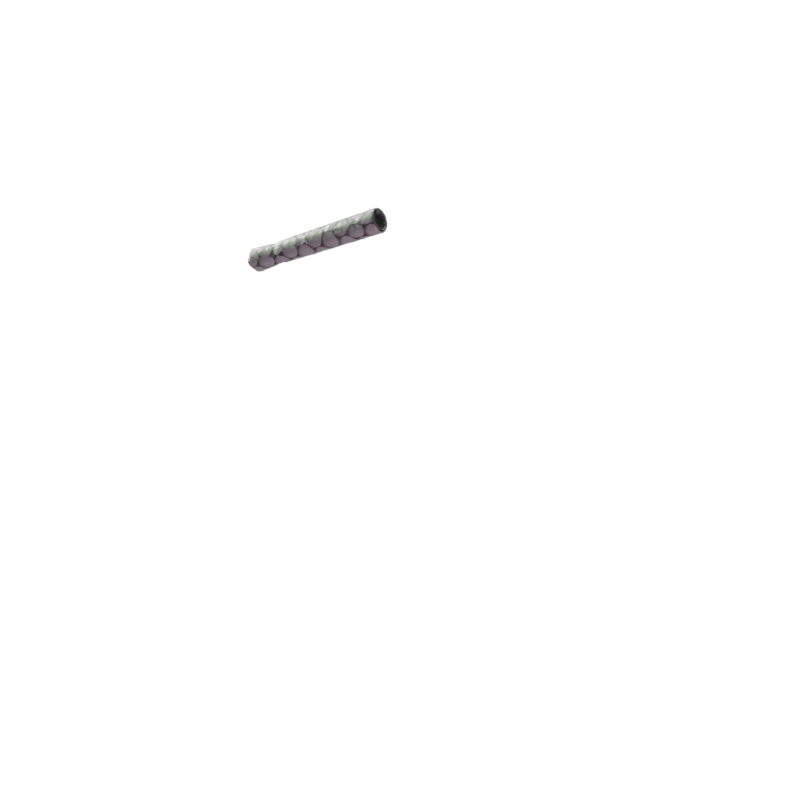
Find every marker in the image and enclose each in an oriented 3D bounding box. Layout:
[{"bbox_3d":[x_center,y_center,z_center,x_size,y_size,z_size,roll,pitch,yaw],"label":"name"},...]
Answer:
[{"bbox_3d":[-0.064,-0.117,0.822,0.123,0.020,0.019,-12,-3,33],"label":"marker"}]
